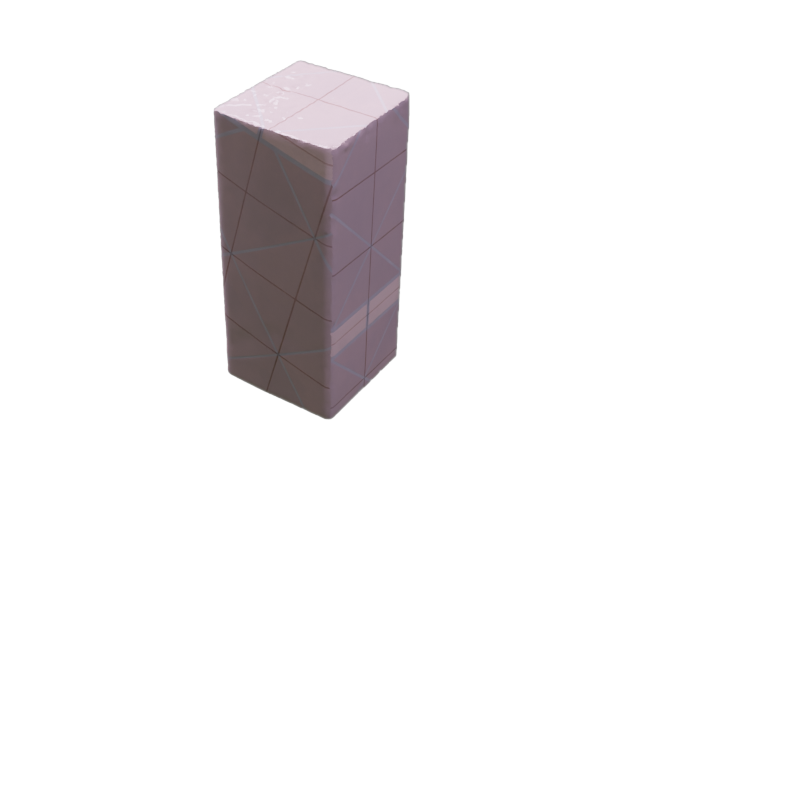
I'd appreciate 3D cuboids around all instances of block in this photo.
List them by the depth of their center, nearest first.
[{"bbox_3d":[-0.057,-0.104,0.728,0.095,0.193,0.092,23,41,25],"label":"block"}]
